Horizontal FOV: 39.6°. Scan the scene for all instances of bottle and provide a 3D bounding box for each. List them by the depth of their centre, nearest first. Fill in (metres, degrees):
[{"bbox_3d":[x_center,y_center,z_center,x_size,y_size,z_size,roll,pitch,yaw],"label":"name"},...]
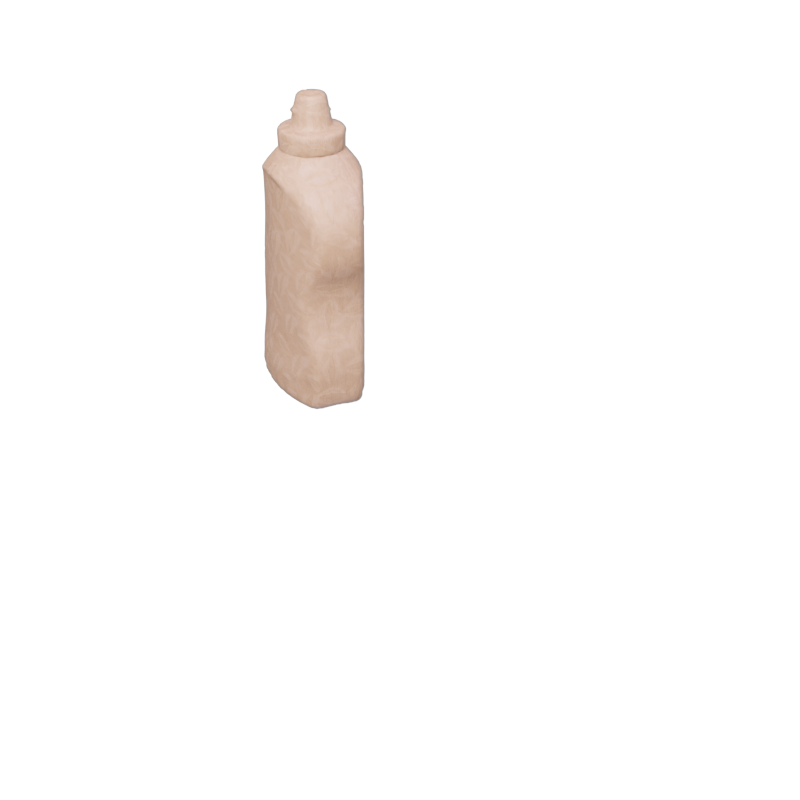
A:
[{"bbox_3d":[-0.054,-0.098,0.688,0.057,0.181,0.103,-8,28,-20],"label":"bottle"}]
